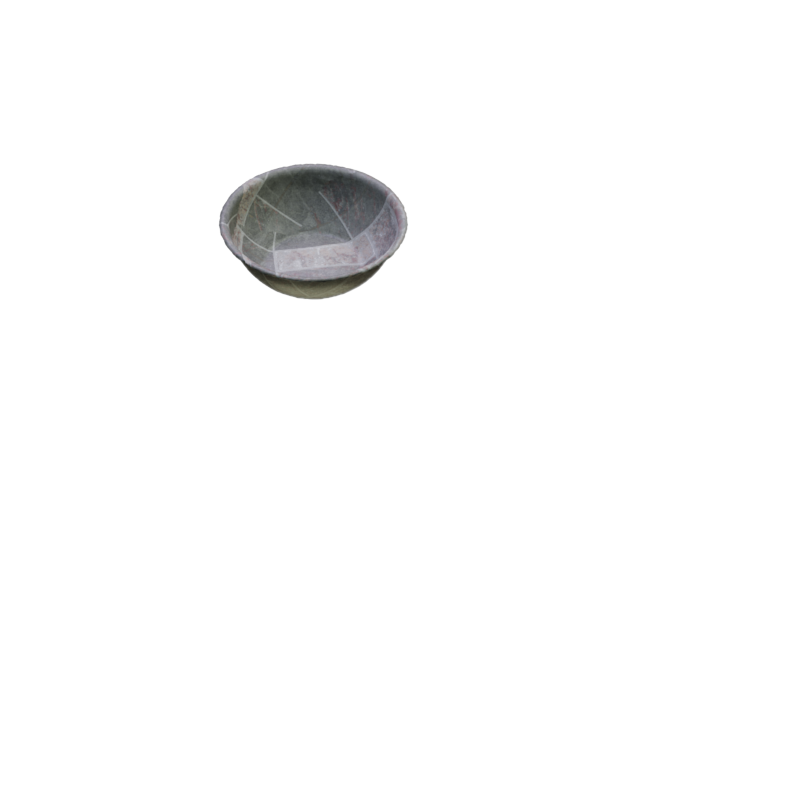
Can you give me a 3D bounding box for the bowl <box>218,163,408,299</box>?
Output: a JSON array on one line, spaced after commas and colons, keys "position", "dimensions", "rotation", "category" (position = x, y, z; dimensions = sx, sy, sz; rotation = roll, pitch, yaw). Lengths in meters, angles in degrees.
[{"position": [-0.076, -0.138, 0.966], "dimensions": [0.162, 0.051, 0.174], "rotation": [-1, 44, -1], "category": "bowl"}]
